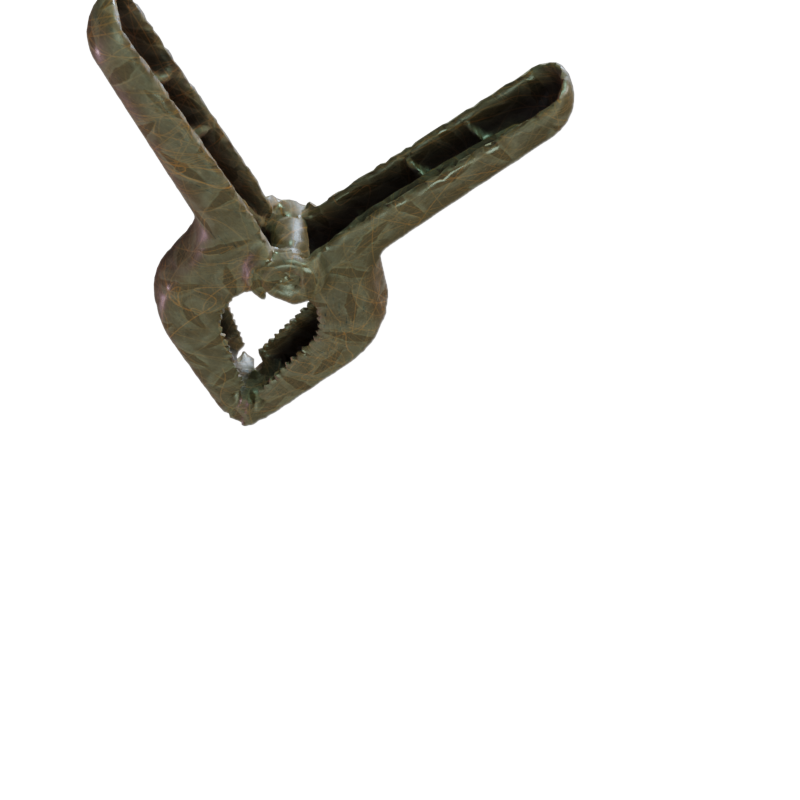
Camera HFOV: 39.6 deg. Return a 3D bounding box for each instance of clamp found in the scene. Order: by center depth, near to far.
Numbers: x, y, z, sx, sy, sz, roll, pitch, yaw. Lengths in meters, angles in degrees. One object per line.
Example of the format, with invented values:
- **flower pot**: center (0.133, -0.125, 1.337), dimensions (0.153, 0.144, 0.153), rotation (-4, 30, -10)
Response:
- **clamp**: center (-0.034, -0.061, 0.429), dimensions (0.163, 0.039, 0.197), rotation (5, -41, -6)
